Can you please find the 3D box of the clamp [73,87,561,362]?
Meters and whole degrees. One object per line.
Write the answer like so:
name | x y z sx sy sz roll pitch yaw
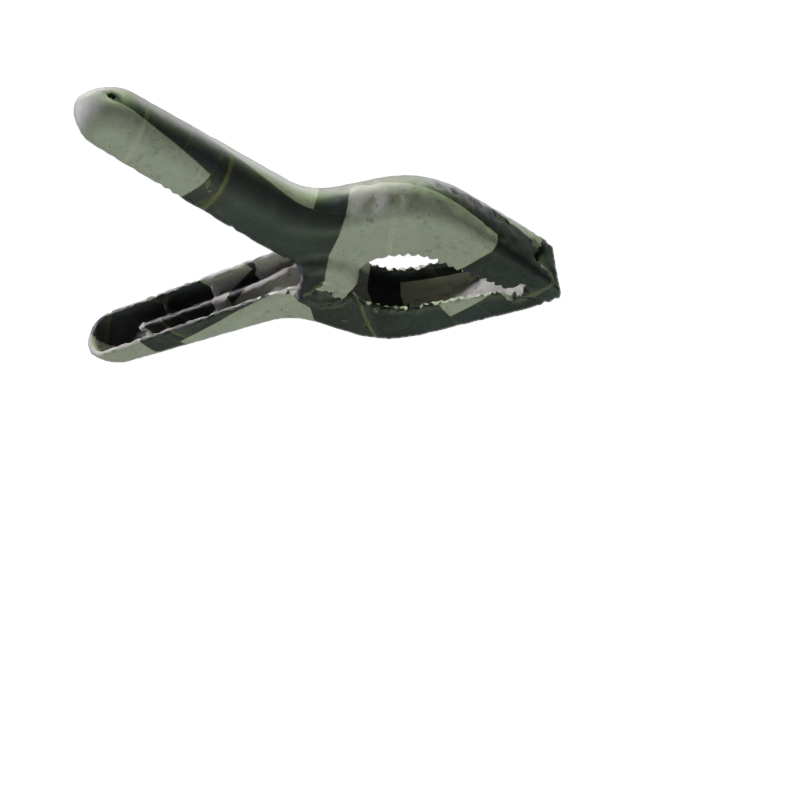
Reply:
clamp | -0.036 -0.066 0.461 0.210 0.039 0.154 1 -32 -1
